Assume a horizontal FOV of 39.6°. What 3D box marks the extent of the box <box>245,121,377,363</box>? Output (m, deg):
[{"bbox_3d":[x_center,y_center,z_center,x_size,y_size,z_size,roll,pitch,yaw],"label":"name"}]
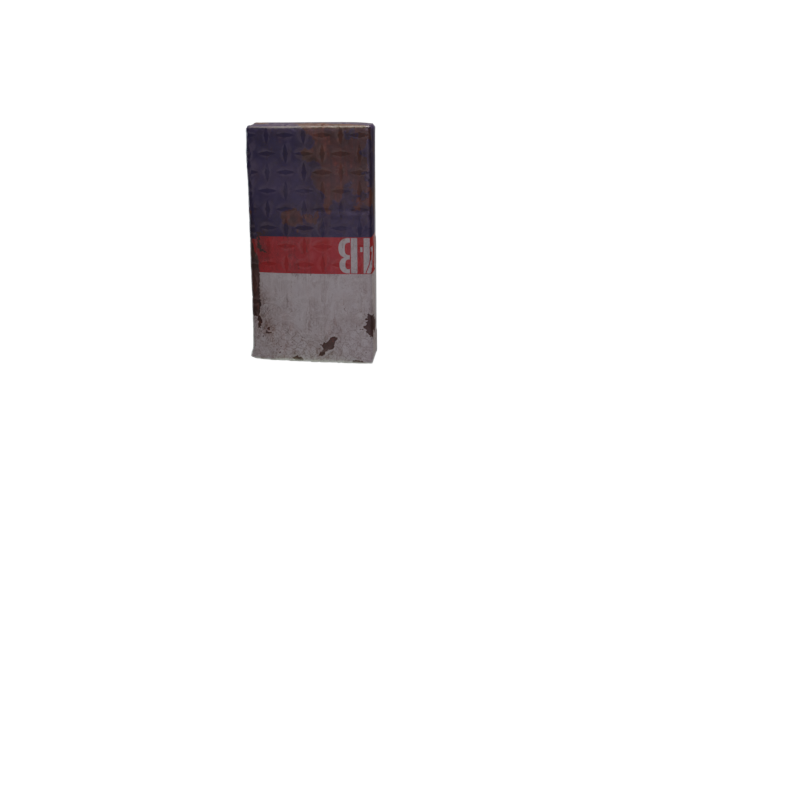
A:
[{"bbox_3d":[-0.064,-0.118,0.823,0.094,0.172,0.049,2,9,7],"label":"box"}]
